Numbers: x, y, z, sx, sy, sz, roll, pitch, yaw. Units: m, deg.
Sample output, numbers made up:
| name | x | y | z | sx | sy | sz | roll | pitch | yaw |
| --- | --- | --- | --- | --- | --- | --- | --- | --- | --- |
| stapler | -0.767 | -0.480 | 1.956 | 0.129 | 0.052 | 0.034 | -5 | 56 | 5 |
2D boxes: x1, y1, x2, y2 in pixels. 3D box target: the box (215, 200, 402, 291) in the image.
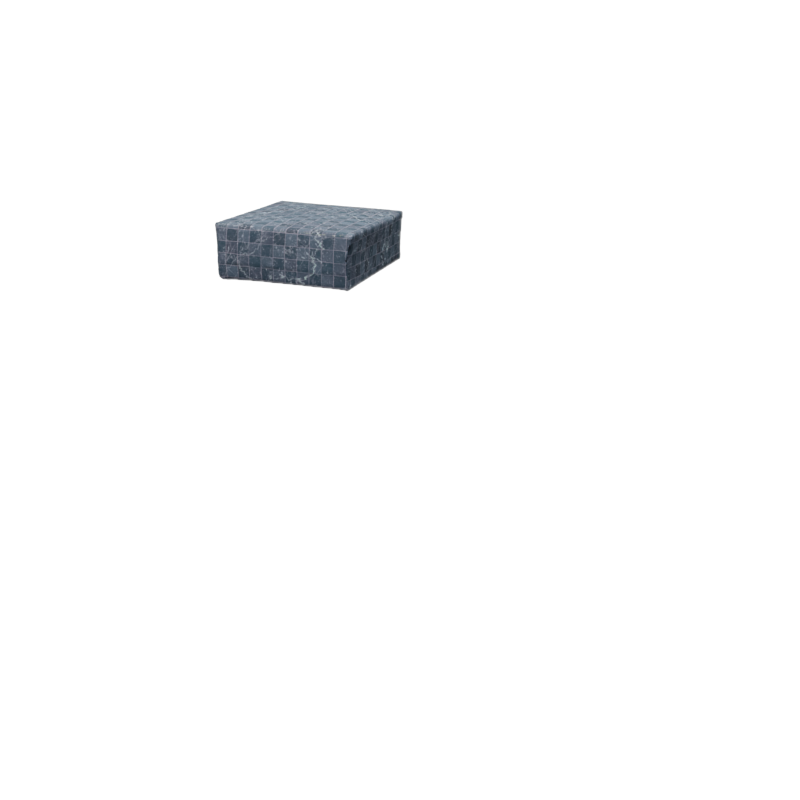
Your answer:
| name | x | y | z | sx | sy | sz | roll | pitch | yaw |
| --- | --- | --- | --- | --- | --- | --- | --- | --- | --- |
| box | -0.056 | -0.102 | 0.716 | 0.092 | 0.037 | 0.115 | 6 | 20 | 16 |
